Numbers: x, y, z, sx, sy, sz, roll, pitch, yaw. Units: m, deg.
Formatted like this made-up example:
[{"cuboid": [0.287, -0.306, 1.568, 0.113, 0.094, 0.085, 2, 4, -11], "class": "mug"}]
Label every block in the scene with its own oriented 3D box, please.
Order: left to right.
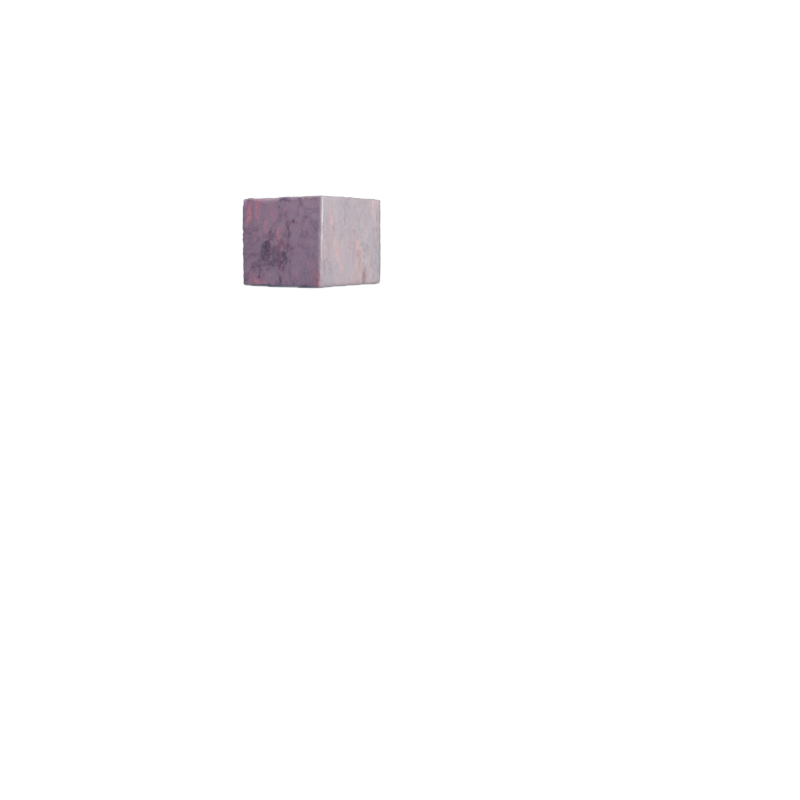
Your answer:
[{"cuboid": [-0.051, -0.093, 0.650, 0.054, 0.051, 0.076, 2, 6, 26], "class": "block"}]
